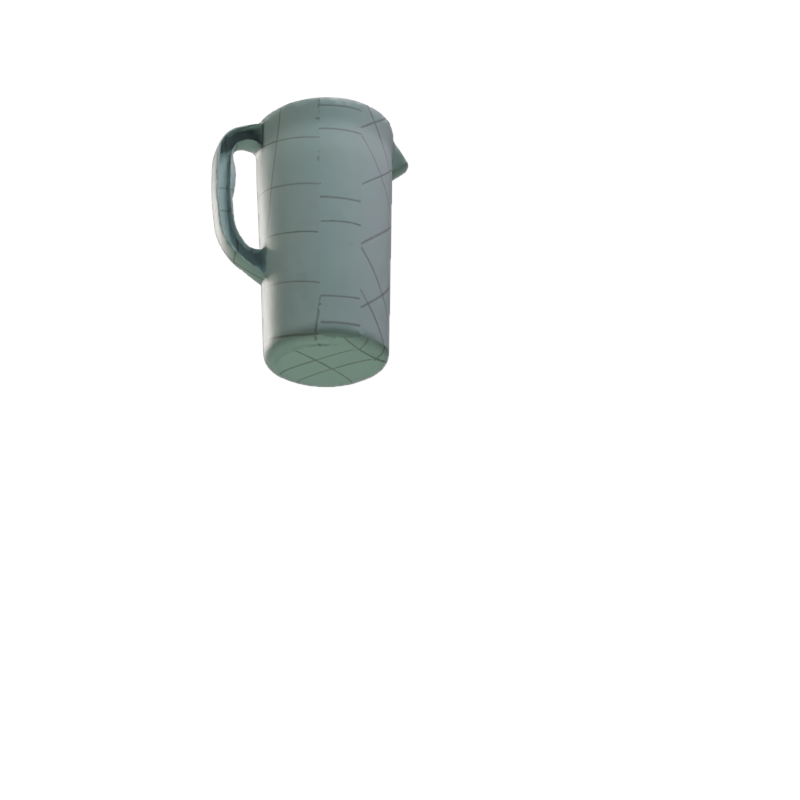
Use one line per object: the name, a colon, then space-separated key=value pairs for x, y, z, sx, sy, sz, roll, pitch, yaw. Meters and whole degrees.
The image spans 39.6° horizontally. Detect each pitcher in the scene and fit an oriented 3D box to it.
pitcher: x=-0.078 y=-0.143 z=0.998 sx=0.151 sy=0.258 sz=0.134 roll=-13 pitch=-29 yaw=21
